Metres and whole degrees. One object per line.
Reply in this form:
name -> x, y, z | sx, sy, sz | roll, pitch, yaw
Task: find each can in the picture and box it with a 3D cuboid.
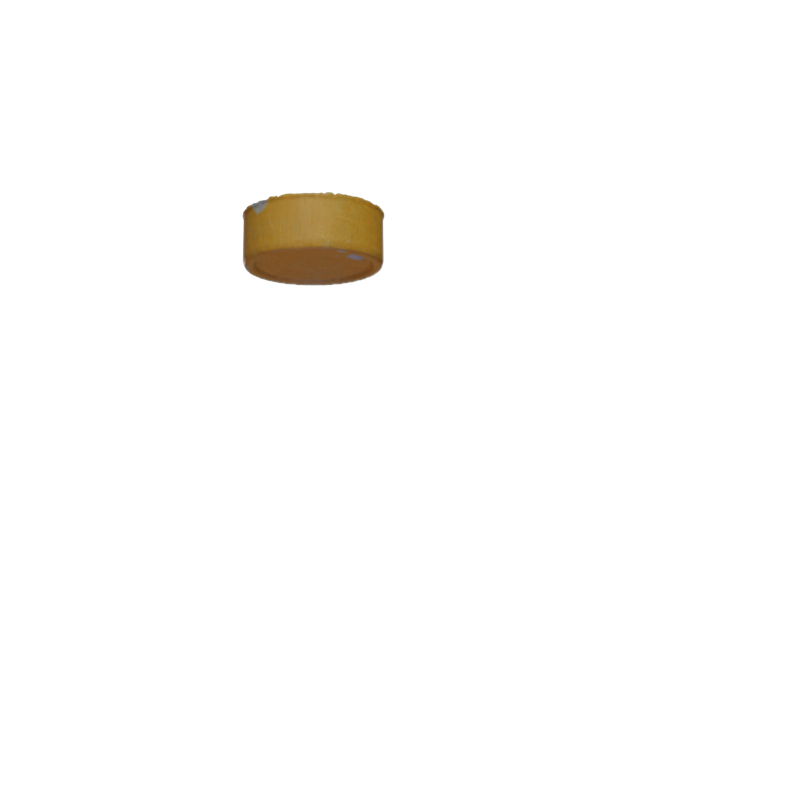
can -> -0.052, -0.095, 0.667 | 0.086, 0.035, 0.083 | 0, -11, -2
